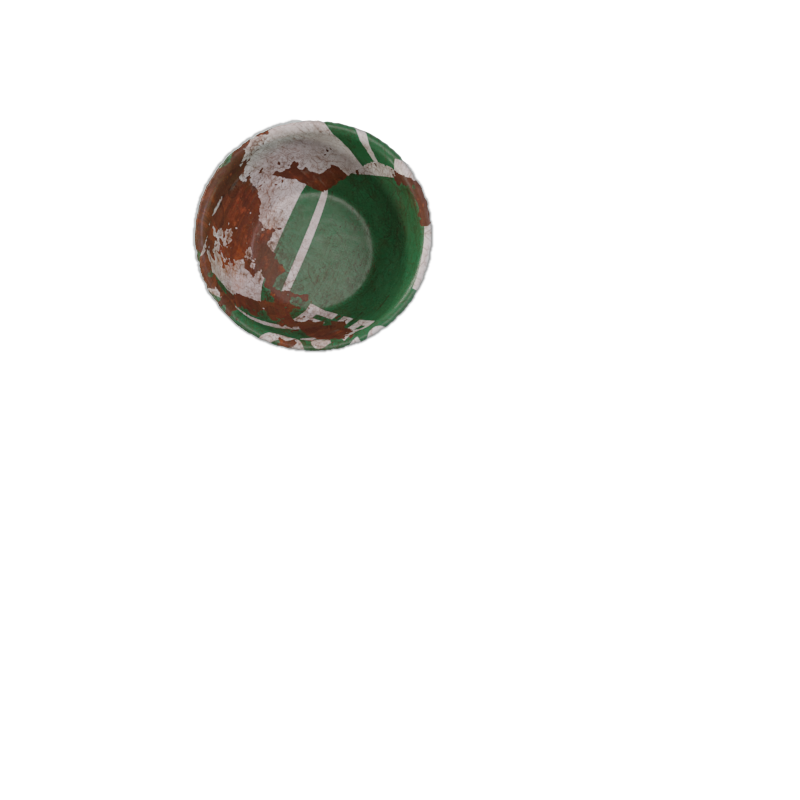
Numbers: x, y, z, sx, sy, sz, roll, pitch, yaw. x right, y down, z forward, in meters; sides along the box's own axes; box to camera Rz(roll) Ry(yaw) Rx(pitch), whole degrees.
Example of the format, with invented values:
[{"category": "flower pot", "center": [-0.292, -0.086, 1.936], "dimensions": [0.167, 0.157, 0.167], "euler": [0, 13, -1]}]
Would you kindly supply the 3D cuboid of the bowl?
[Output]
[{"category": "bowl", "center": [-0.061, -0.111, 0.776], "dimensions": [0.162, 0.167, 0.053], "euler": [0, -12, -1]}]
